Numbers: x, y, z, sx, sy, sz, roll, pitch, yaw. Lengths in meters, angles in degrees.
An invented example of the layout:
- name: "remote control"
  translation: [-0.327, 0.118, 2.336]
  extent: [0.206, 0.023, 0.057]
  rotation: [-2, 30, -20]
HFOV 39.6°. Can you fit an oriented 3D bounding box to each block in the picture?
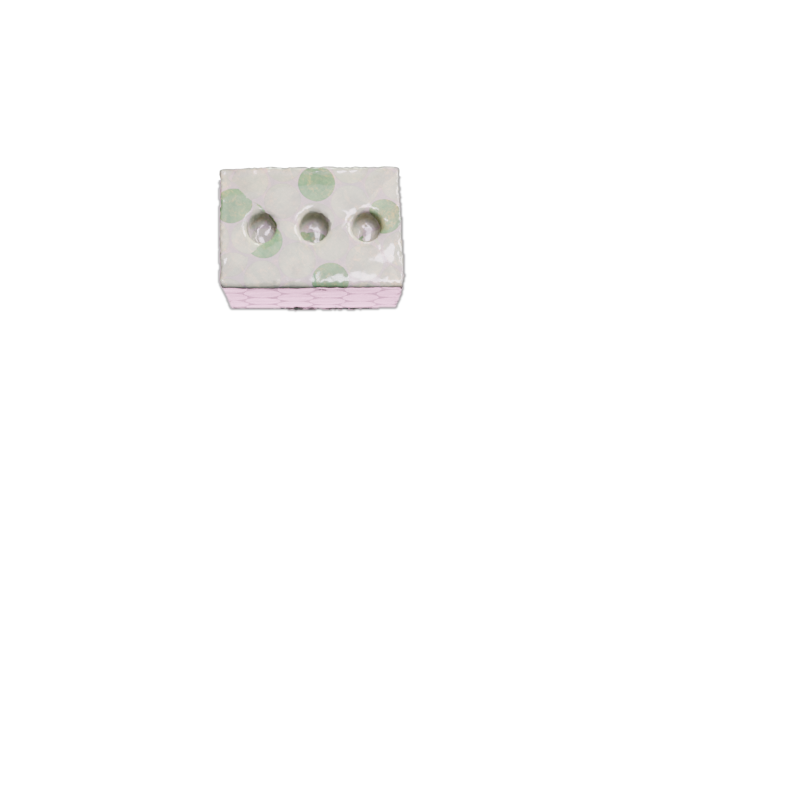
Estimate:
- name: "block"
  translation: [-0.038, -0.069, 0.481]
  extent: [0.078, 0.054, 0.050]
  rotation: [-1, -11, -2]
